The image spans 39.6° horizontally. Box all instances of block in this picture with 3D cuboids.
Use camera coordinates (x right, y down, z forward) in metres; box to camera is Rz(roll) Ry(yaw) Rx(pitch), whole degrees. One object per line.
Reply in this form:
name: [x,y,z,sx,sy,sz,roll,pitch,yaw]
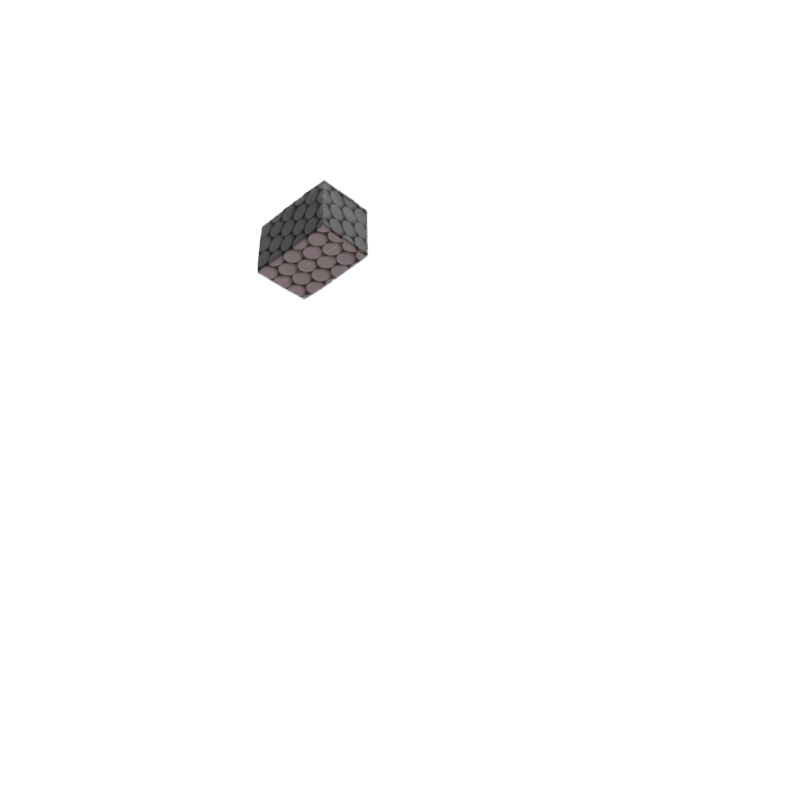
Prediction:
block: [-0.070,-0.128,0.900,0.077,0.055,0.049,-31,-48,32]
